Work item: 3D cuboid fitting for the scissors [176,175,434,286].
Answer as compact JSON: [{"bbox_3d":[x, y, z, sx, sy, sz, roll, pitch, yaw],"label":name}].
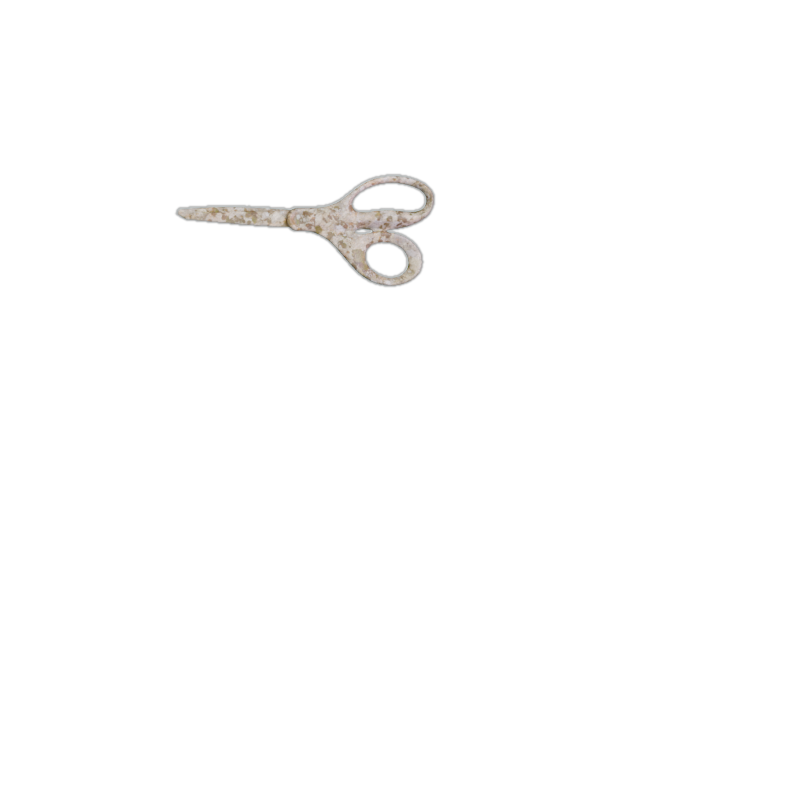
[{"bbox_3d":[-0.069,-0.125,0.877,0.201,0.097,0.016,-12,-3,-1],"label":"scissors"}]
